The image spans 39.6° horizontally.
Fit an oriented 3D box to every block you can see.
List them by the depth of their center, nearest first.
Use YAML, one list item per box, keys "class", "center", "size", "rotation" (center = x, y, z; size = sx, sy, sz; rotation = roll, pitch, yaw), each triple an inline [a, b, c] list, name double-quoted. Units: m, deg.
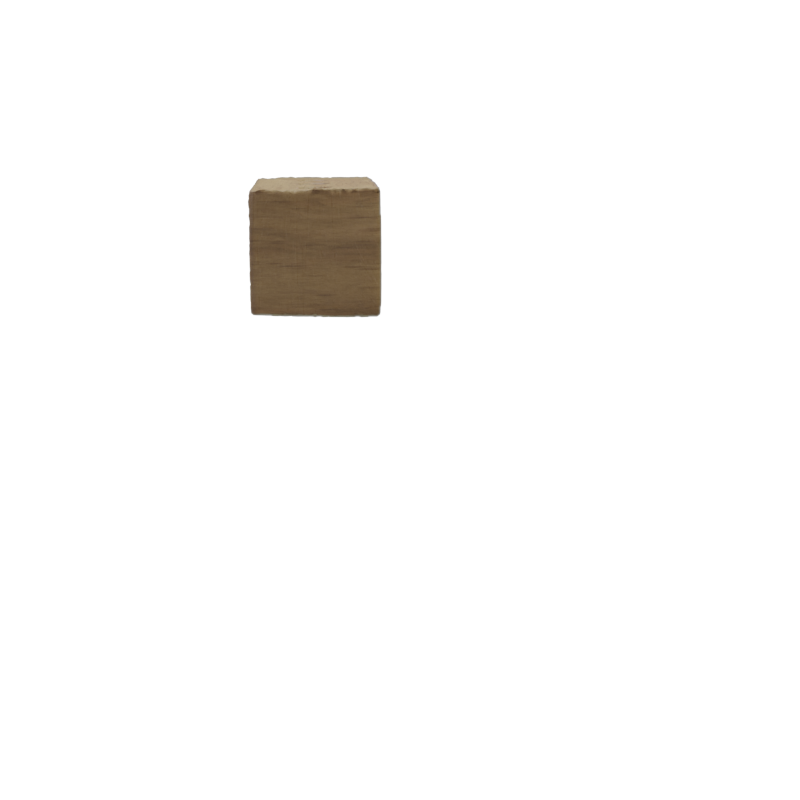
- class: "block"
  center: [-0.037, -0.067, 0.470]
  size: [0.052, 0.050, 0.080]
  rotation: [-1, 12, -4]
